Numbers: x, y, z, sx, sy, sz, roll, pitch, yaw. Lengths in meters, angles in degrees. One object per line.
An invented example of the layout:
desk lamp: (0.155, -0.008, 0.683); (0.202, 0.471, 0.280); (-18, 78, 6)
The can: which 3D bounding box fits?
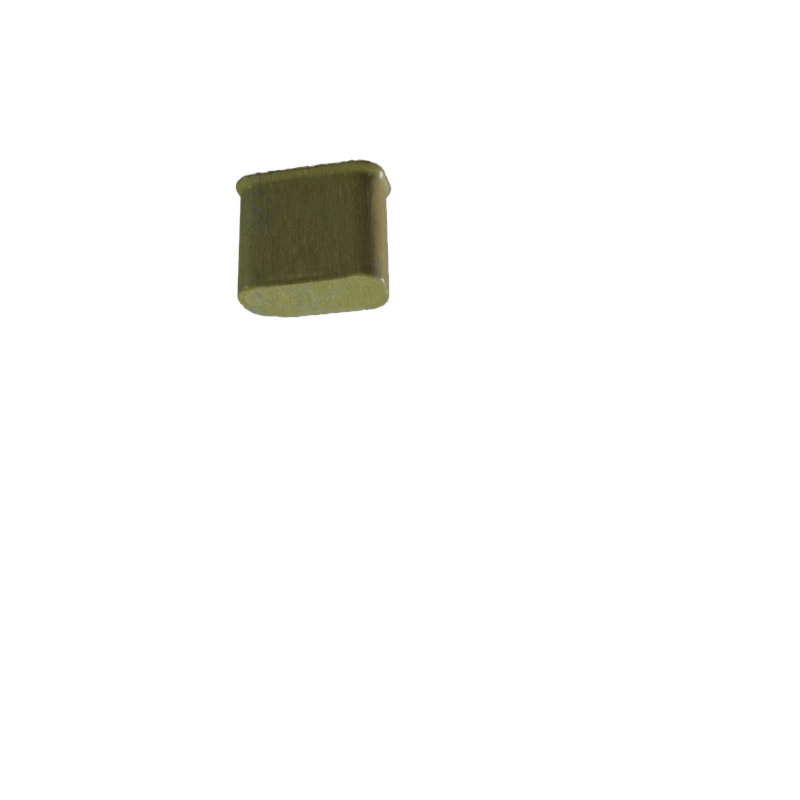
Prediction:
can: (-0.057, -0.104, 0.727); (0.103, 0.089, 0.054); (-6, -24, 12)
